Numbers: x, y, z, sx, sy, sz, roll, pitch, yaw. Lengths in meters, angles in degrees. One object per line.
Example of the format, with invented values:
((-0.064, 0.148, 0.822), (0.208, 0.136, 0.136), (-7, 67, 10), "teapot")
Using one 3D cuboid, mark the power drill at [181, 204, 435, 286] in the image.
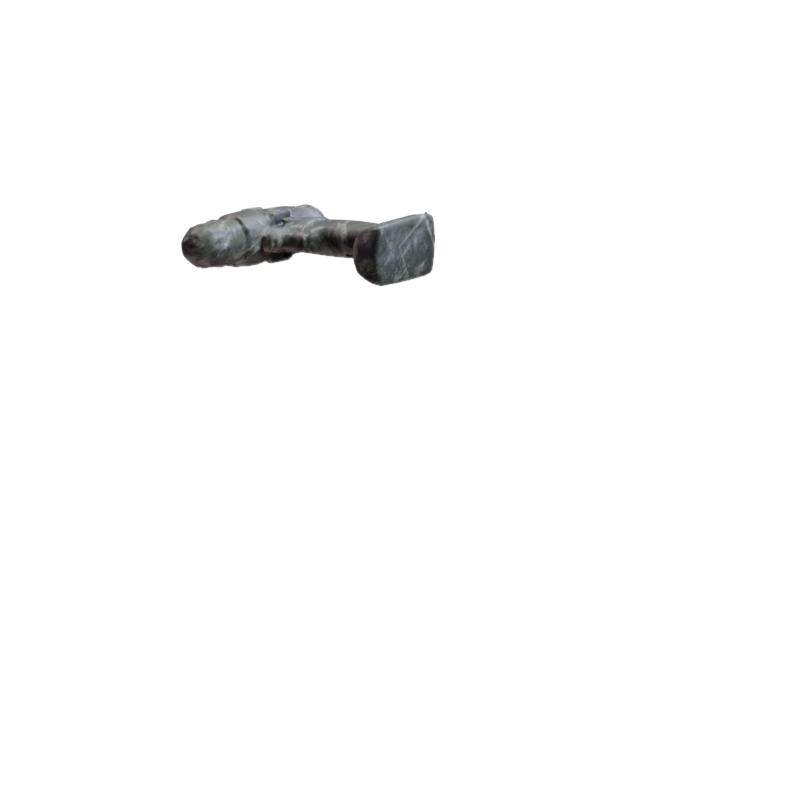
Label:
((-0.078, -0.143, 0.999), (0.197, 0.055, 0.182), (12, 21, 33), "power drill")
